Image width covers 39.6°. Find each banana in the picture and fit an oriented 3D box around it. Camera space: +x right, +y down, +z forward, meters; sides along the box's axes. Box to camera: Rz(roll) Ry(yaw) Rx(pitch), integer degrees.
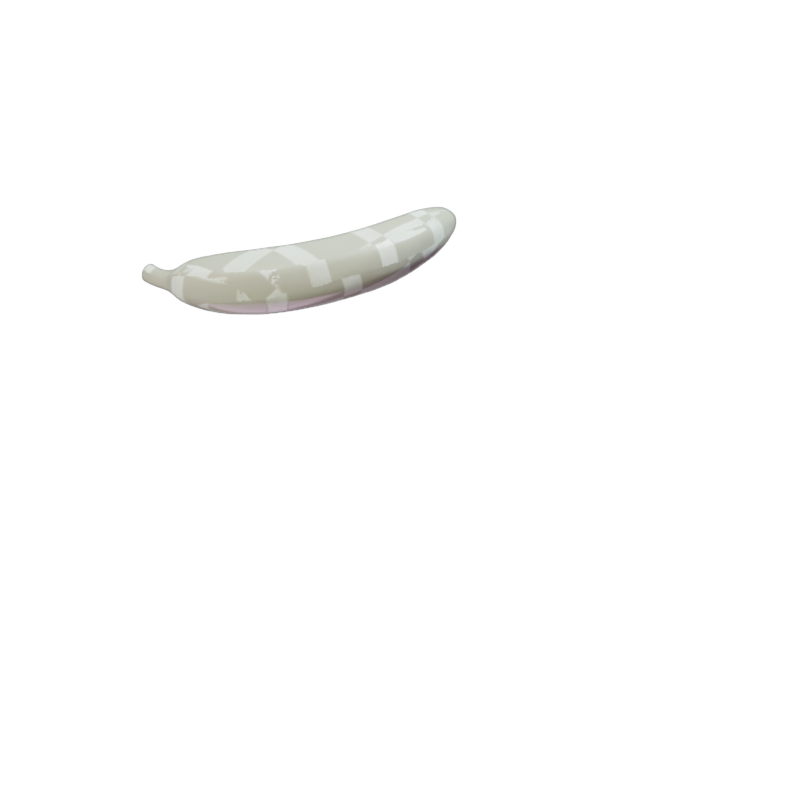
[{"bbox_3d":[-0.049,-0.083,0.650,0.195,0.034,0.075,-11,39,-14],"label":"banana"}]
